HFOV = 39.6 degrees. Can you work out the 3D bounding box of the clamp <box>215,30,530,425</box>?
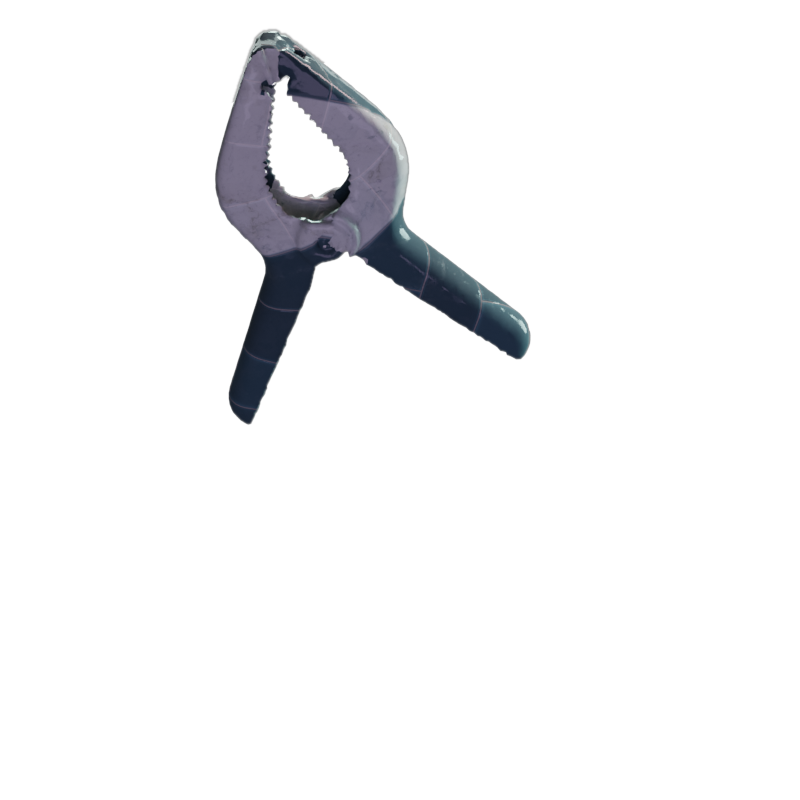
[{"bbox_3d":[-0.044,-0.079,0.557,0.165,0.197,0.039,-21,28,11],"label":"clamp"}]
